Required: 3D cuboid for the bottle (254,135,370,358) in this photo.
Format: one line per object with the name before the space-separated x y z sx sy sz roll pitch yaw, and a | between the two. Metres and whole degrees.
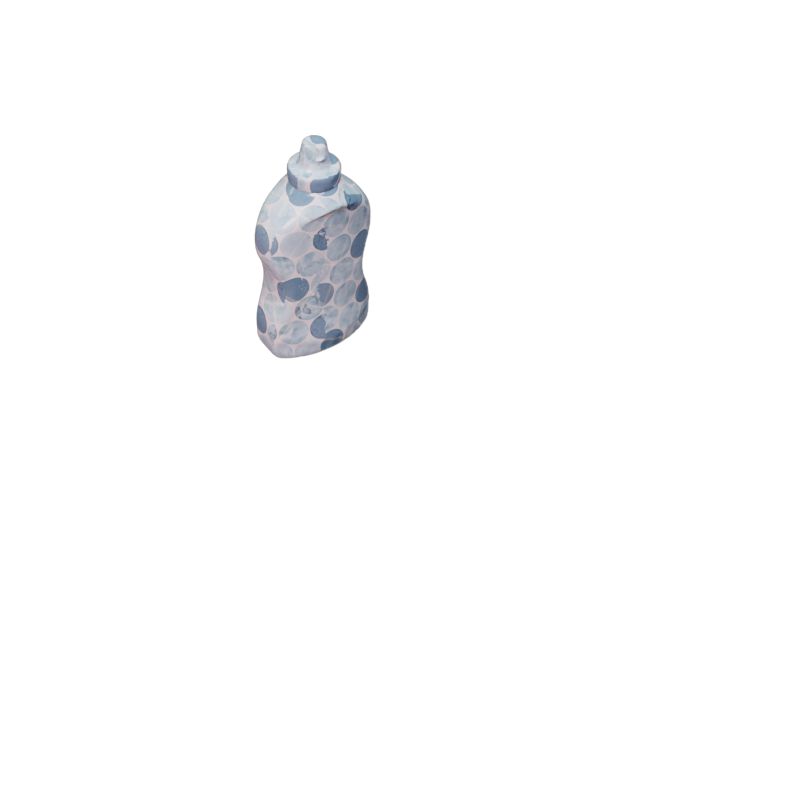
bottle | -0.068 -0.125 0.875 0.095 0.179 0.063 -23 48 -26
